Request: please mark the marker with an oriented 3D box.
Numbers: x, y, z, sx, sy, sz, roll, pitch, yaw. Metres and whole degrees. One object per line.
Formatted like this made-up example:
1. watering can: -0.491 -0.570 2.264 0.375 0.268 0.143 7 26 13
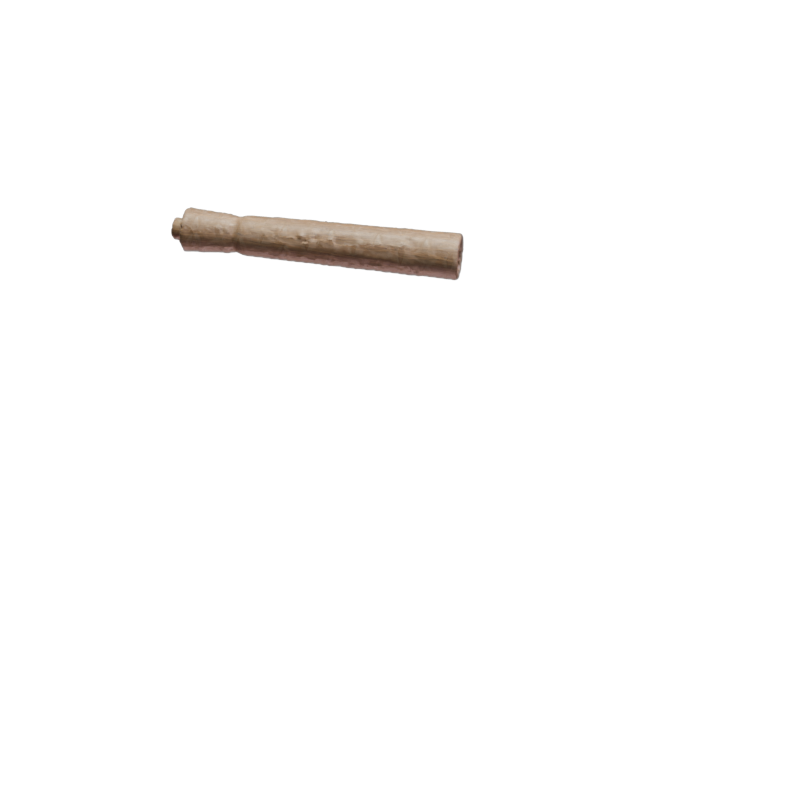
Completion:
1. marker: -0.036 -0.065 0.454 0.123 0.020 0.019 8 5 13
